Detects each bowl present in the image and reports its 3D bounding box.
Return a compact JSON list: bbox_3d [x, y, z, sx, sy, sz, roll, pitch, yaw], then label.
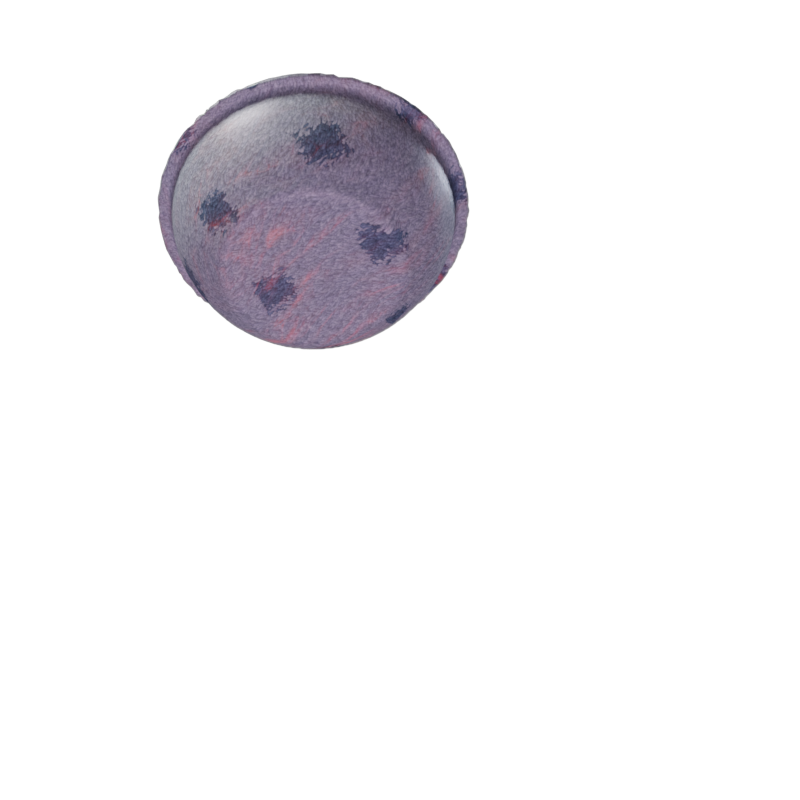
[{"bbox_3d":[-0.044,-0.079,0.556,0.162,0.152,0.059,1,36,-1],"label":"bowl"}]
